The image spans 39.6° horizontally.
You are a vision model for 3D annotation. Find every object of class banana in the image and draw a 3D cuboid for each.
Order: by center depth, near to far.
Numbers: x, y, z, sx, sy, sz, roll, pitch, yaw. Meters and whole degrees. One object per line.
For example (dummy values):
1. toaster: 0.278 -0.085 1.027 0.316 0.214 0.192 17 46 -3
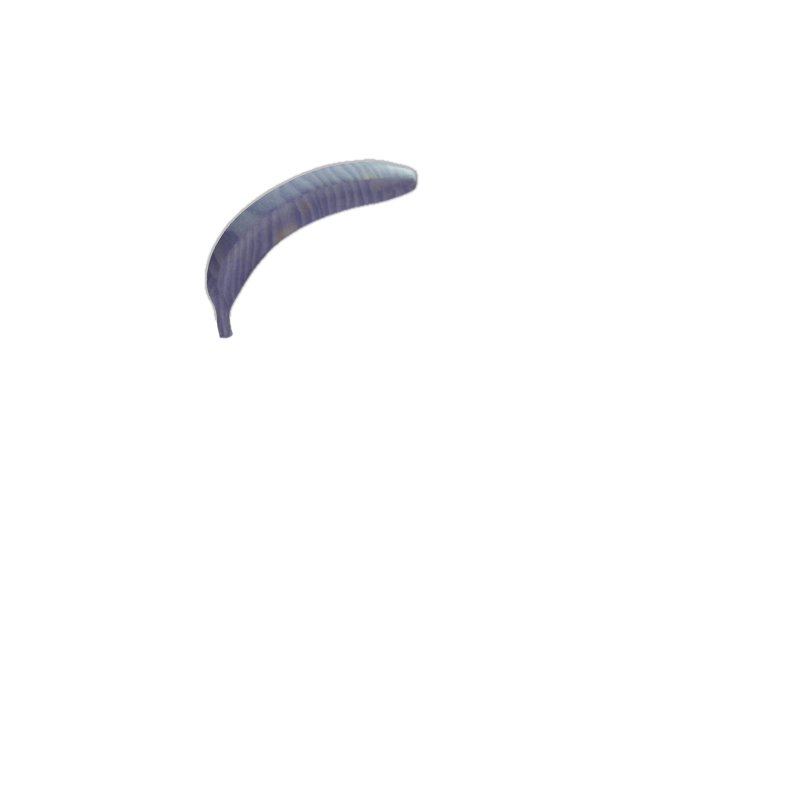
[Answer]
1. banana: -0.082 -0.133 0.853 0.197 0.067 0.038 -37 14 9
